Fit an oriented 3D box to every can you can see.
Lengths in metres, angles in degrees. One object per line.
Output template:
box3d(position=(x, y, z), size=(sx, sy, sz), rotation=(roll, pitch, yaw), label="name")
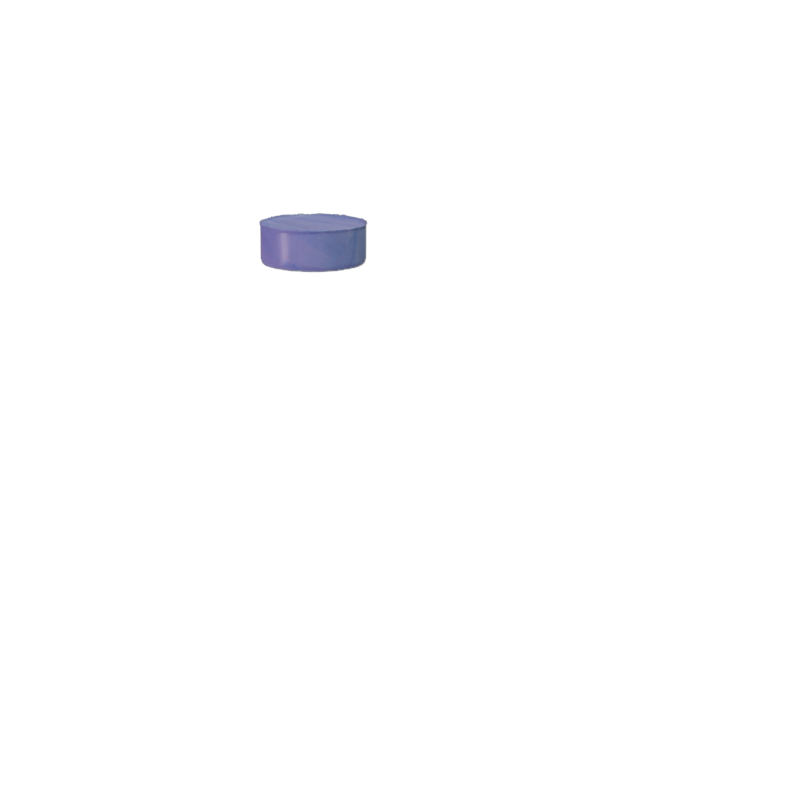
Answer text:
box3d(position=(-0.069, -0.126, 0.883), size=(0.086, 0.032, 0.089), rotation=(-1, 17, -2), label="can")
